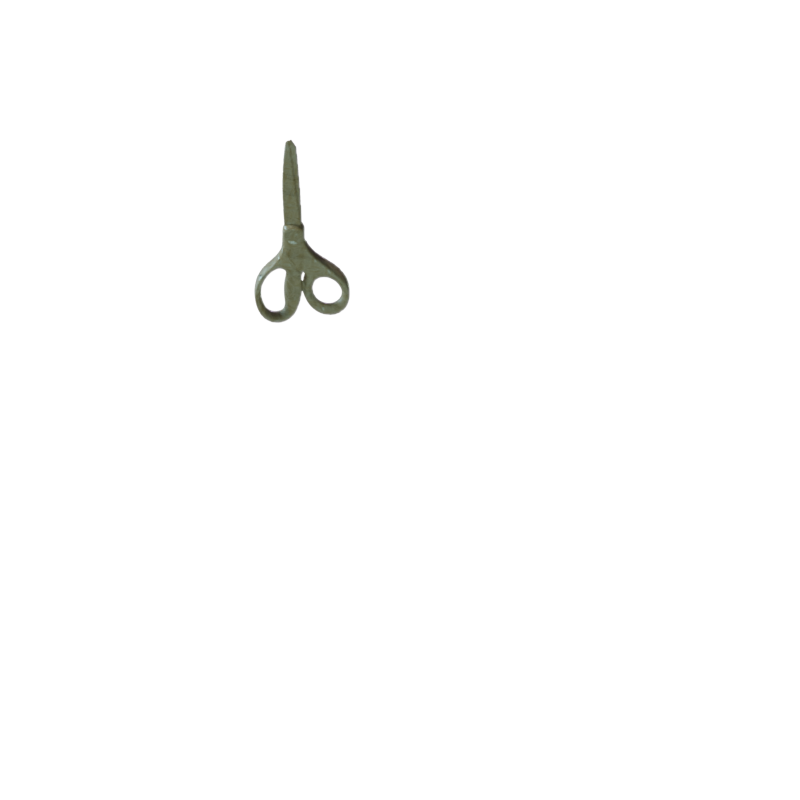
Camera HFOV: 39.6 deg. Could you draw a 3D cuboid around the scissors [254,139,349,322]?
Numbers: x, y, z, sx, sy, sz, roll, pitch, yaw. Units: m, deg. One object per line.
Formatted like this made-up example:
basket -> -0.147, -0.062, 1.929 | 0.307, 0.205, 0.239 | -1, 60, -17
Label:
scissors -> -0.077, -0.140, 0.978 | 0.094, 0.017, 0.191 | 12, -47, -12
